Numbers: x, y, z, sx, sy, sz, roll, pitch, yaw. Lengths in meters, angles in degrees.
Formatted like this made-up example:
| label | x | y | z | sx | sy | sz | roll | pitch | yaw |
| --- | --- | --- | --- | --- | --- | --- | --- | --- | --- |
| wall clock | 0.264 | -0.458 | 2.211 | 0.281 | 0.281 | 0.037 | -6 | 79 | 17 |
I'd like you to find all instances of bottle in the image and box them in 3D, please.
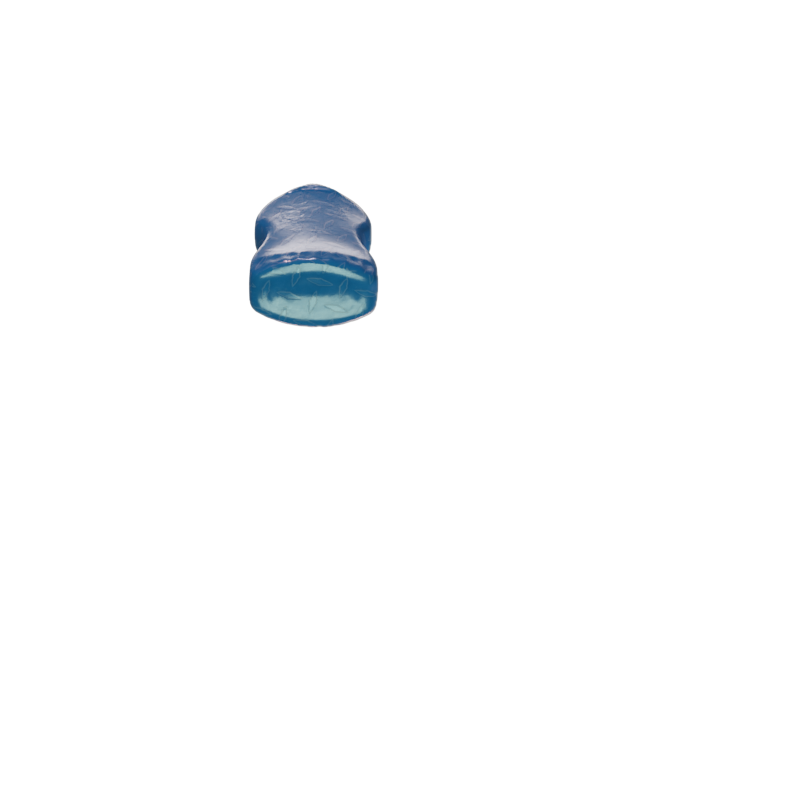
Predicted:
| label | x | y | z | sx | sy | sz | roll | pitch | yaw |
| --- | --- | --- | --- | --- | --- | --- | --- | --- | --- |
| bottle | -0.070 | -0.129 | 0.899 | 0.096 | 0.055 | 0.203 | -1 | 31 | -3 |
